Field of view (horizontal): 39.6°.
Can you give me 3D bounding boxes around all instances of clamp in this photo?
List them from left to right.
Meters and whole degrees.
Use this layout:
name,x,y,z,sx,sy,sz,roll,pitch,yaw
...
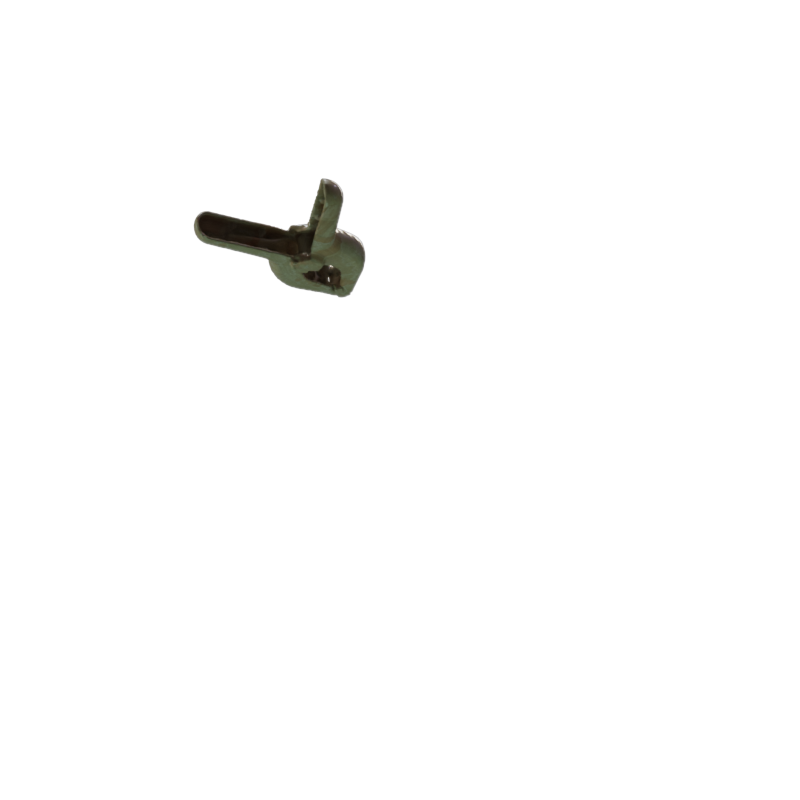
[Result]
name,x,y,z,sx,sy,sz,roll,pitch,yaw
clamp,-0.069,-0.126,0.884,0.123,0.041,0.161,-8,-16,29
